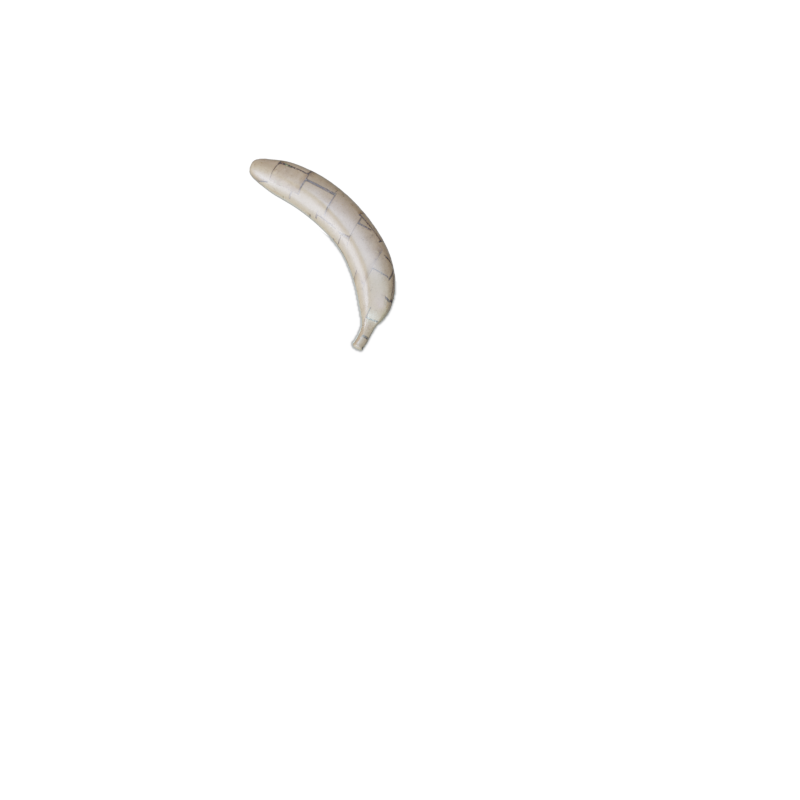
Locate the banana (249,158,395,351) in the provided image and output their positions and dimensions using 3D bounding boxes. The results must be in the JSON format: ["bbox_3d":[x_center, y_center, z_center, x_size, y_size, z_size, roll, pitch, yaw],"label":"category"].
[{"bbox_3d":[-0.057,-0.143,0.964,0.069,0.207,0.035,-28,-18,-10],"label":"banana"}]
